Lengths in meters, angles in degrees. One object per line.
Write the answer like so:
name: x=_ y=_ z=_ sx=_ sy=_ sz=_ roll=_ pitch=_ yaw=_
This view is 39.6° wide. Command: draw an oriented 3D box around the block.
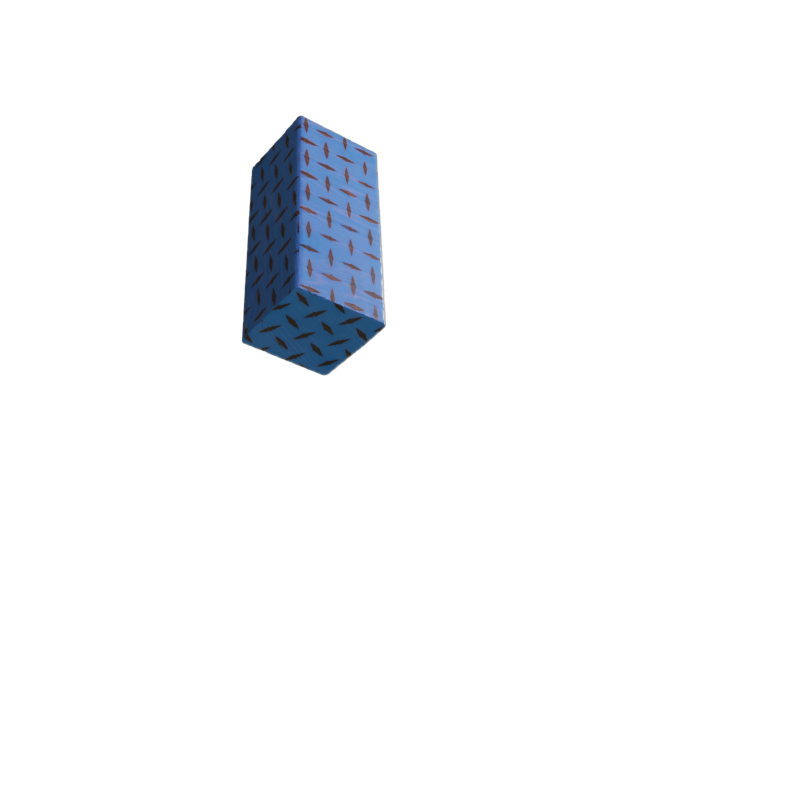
block: x=-0.077 y=-0.140 z=0.983 sx=0.086 sy=0.221 sz=0.088 roll=23 pitch=-46 yaw=-29
